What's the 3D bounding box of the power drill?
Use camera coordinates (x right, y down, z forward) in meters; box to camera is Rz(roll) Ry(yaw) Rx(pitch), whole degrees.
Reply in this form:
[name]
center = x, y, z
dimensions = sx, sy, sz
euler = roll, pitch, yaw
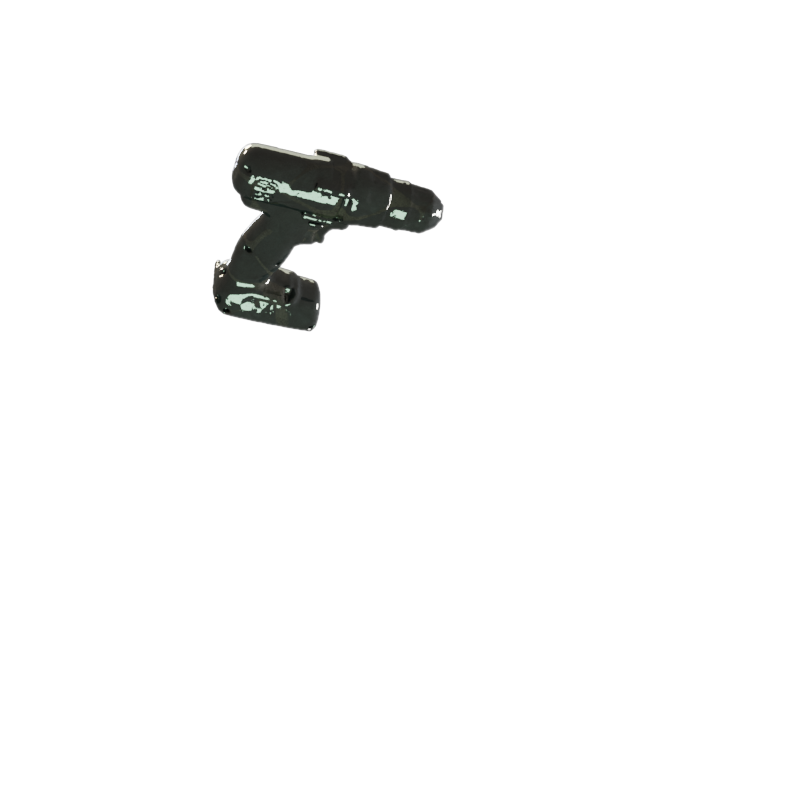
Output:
[power drill]
center = -0.077, -0.140, 0.977
dimensions = 0.179, 0.062, 0.180
euler = 14, -42, -16
